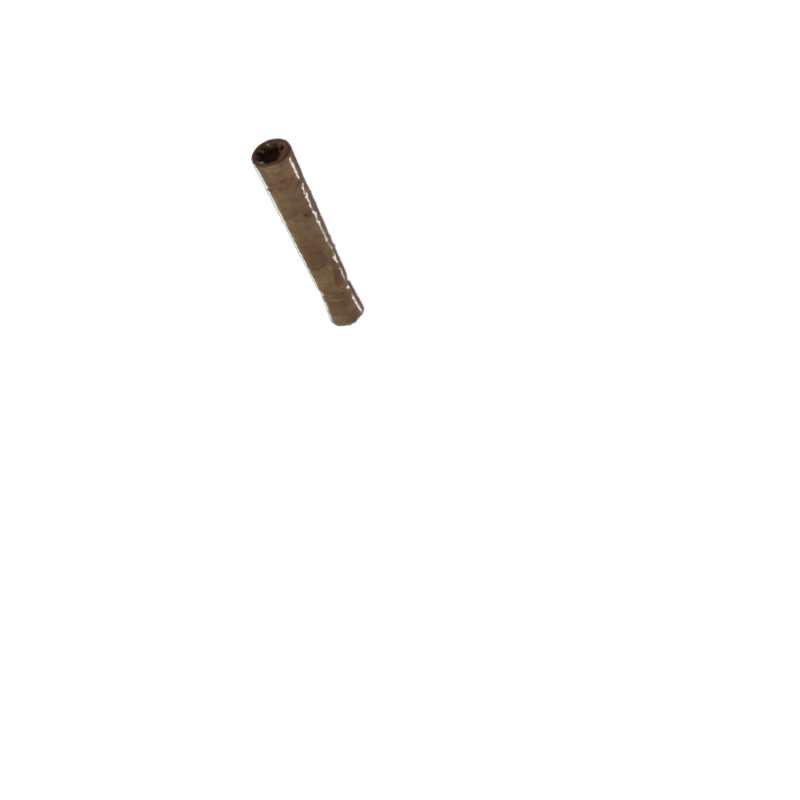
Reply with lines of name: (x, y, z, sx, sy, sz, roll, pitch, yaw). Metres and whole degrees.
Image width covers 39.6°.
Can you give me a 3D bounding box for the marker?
marker: (-0.042, -0.076, 0.531, 0.020, 0.021, 0.111, 2, -37, 22)
